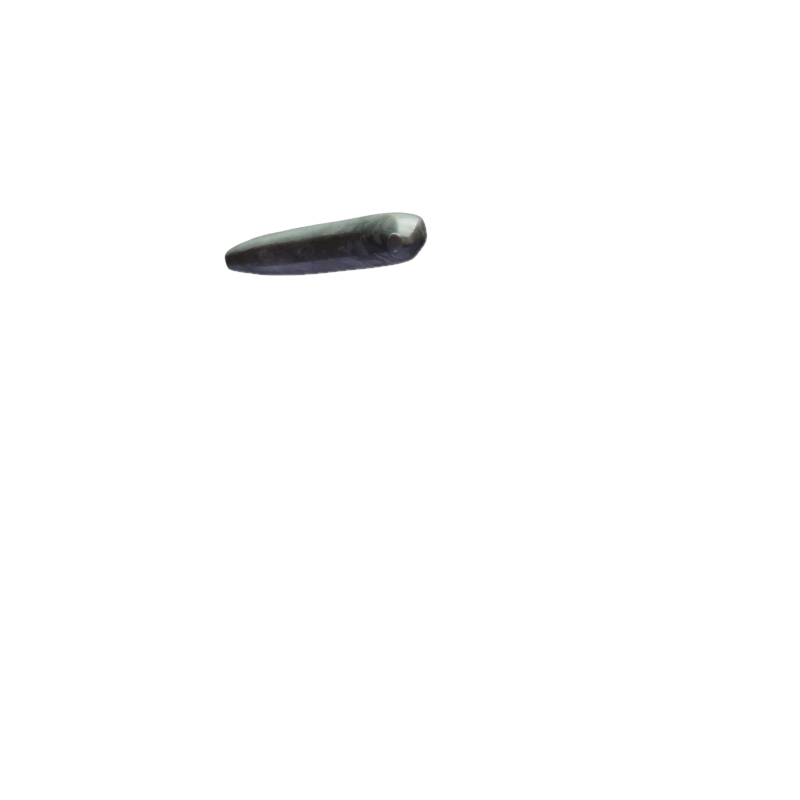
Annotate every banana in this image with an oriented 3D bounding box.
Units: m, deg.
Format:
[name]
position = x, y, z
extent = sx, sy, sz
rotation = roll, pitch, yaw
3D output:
[banana]
position = -0.045, -0.112, 0.790
extent = 0.067, 0.037, 0.204
rotation = 1, -1, -41
